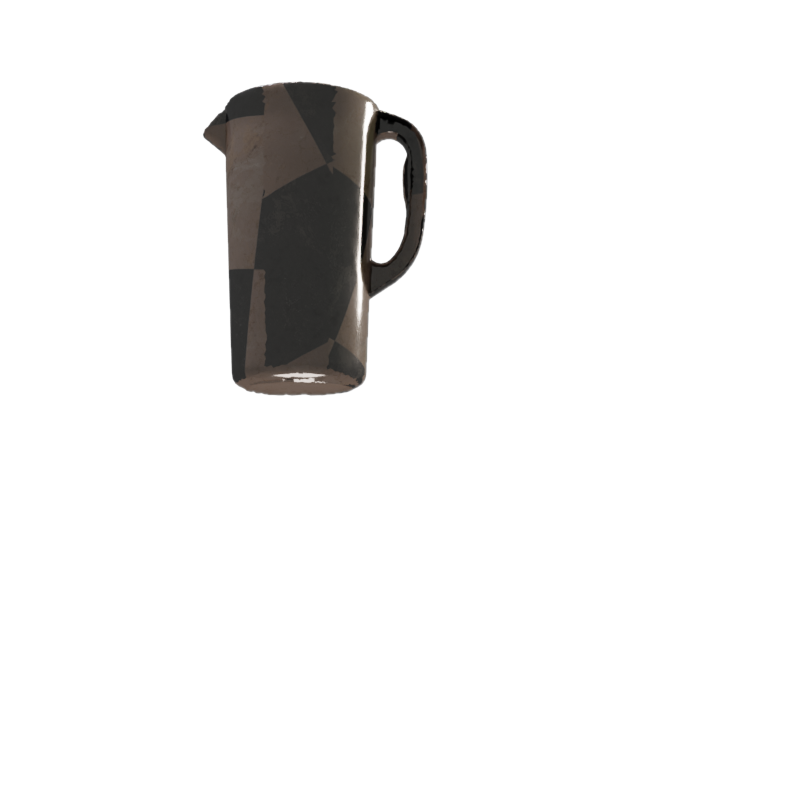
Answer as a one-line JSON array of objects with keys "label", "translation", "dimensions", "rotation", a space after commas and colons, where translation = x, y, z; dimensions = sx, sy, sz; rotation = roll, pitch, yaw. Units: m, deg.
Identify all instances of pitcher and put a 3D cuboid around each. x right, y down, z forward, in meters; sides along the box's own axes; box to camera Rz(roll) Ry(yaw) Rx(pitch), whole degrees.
[{"label": "pitcher", "translation": [-0.072, -0.130, 0.913], "dimensions": [0.152, 0.251, 0.137], "rotation": [-13, -17, 43]}]
